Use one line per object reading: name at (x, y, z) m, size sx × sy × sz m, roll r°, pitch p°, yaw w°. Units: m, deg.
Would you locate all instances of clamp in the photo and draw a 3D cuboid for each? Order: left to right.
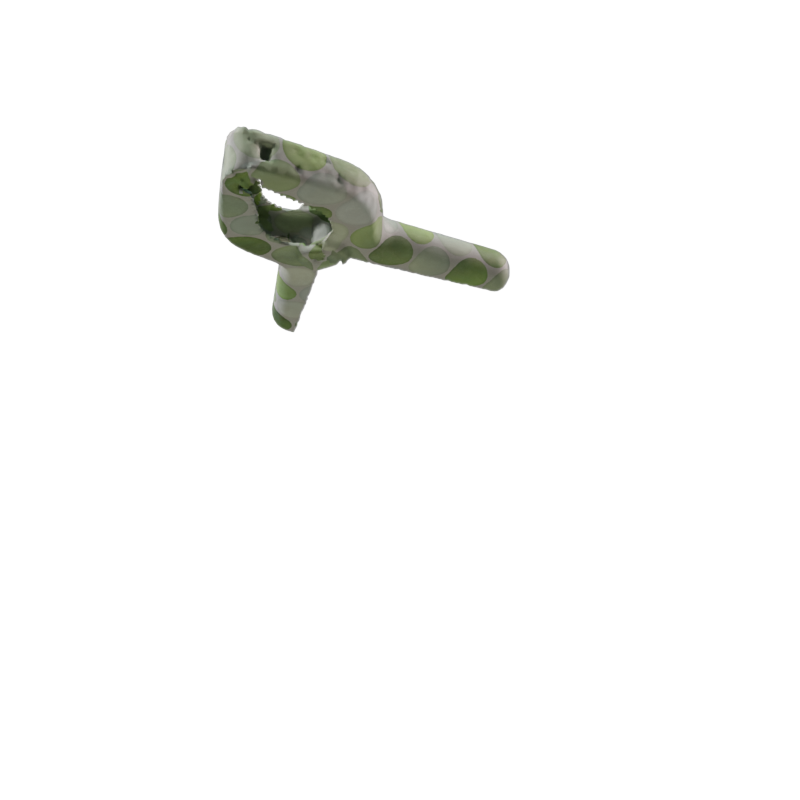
clamp at (-0.052, -0.094, 0.660) m, size 0.167 × 0.038 × 0.195 m, roll -14°, pitch -26°, yaw 30°
